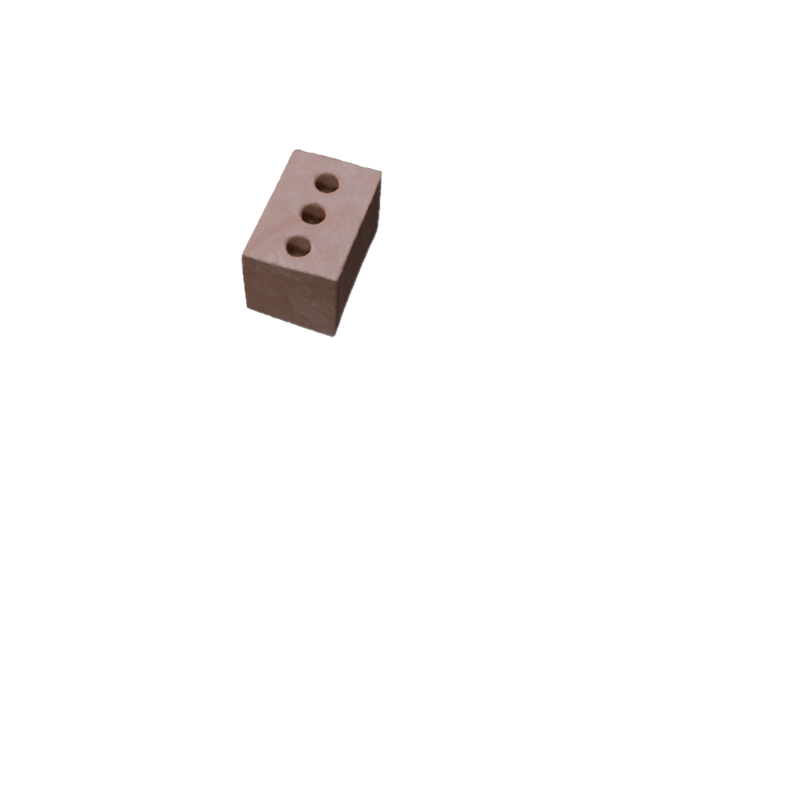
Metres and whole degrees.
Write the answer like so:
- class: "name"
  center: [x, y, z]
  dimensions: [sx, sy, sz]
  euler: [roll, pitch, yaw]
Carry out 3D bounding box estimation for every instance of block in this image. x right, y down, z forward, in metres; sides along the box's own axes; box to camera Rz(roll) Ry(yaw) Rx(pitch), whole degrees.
- class: "block"
  center: [-0.046, -0.085, 0.593]
  dimensions: [0.054, 0.082, 0.048]
  euler: [16, -32, 8]
